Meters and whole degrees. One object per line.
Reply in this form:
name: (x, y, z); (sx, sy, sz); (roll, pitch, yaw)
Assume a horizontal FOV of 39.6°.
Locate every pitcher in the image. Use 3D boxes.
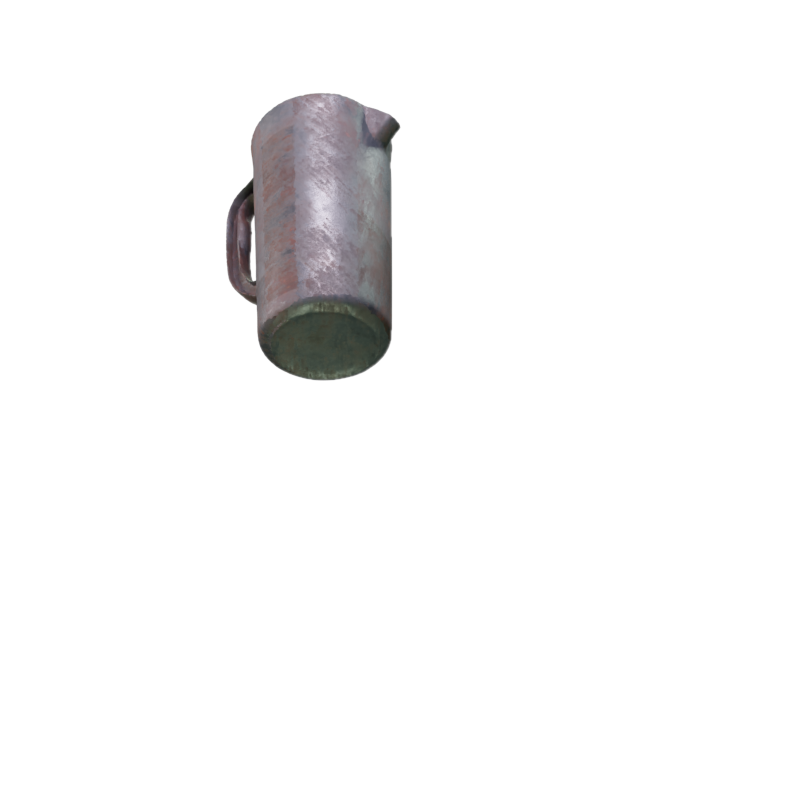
pitcher: (-0.076, -0.138, 0.967); (0.143, 0.261, 0.141); (6, -40, -10)
